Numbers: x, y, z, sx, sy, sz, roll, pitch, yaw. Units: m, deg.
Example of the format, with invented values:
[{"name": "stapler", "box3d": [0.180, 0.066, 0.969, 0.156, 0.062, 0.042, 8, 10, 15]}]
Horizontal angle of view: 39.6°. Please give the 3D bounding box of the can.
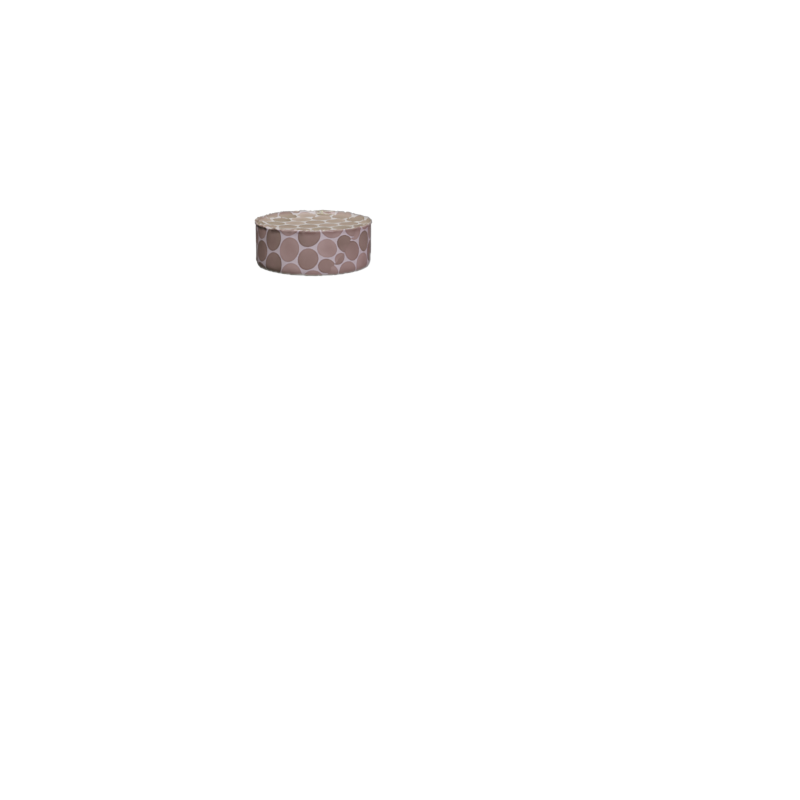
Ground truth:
[{"name": "can", "box3d": [-0.064, -0.116, 0.812, 0.086, 0.032, 0.089, -1, 18, -2]}]
